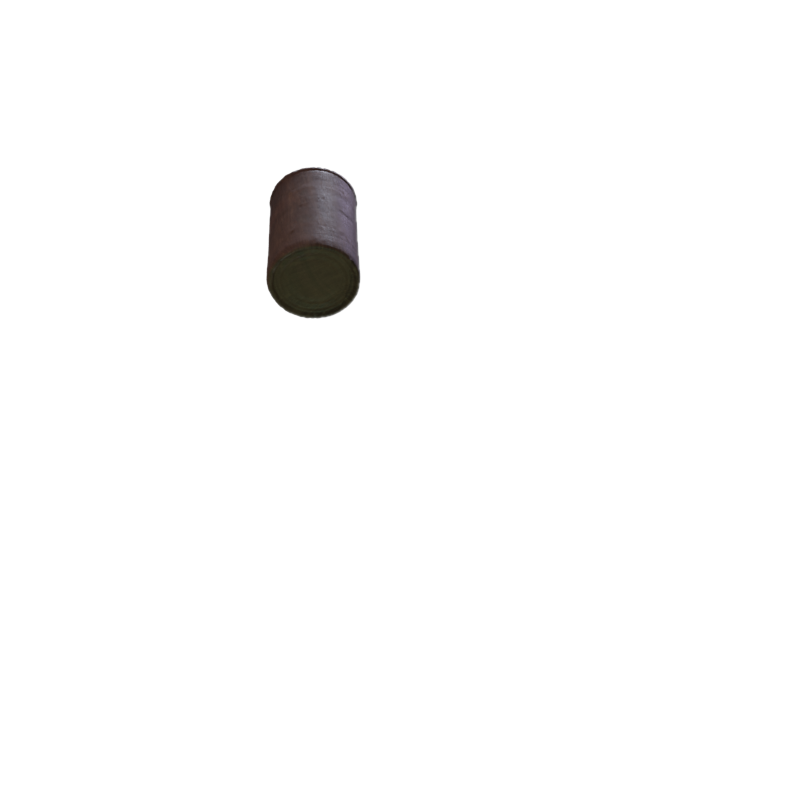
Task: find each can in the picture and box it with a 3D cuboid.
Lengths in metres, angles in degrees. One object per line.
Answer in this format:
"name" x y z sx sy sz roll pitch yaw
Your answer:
"can" -0.064 -0.117 0.821 0.068 0.064 0.110 -1 40 -3
